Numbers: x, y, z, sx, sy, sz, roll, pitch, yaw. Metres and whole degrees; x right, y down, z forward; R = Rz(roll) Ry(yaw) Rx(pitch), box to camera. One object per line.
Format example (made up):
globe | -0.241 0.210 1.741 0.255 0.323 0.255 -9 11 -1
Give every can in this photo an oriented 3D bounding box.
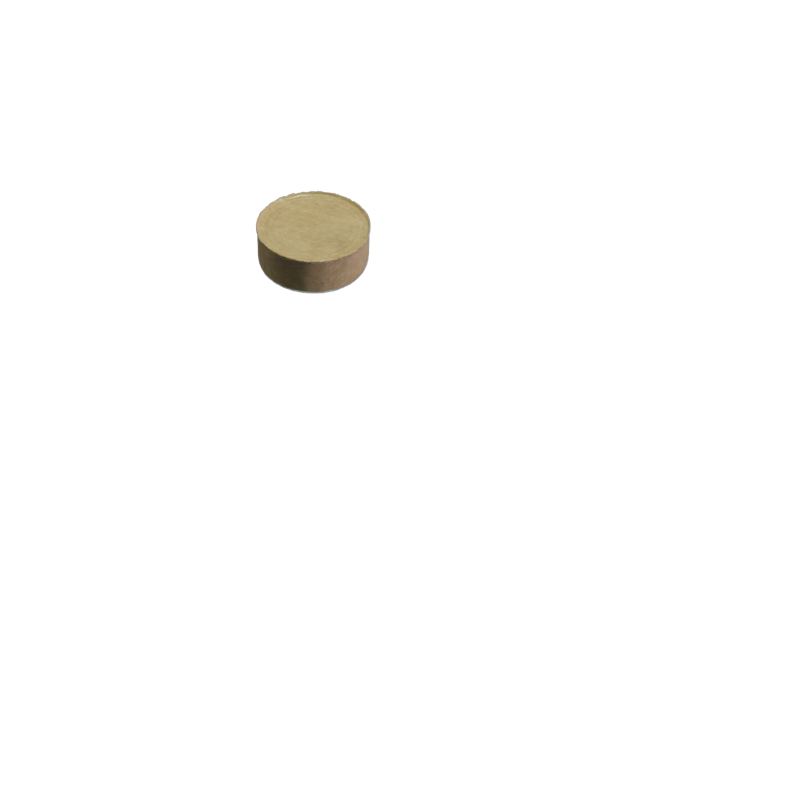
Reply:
can | -0.065 -0.119 0.834 0.086 0.031 0.092 -1 43 -2
